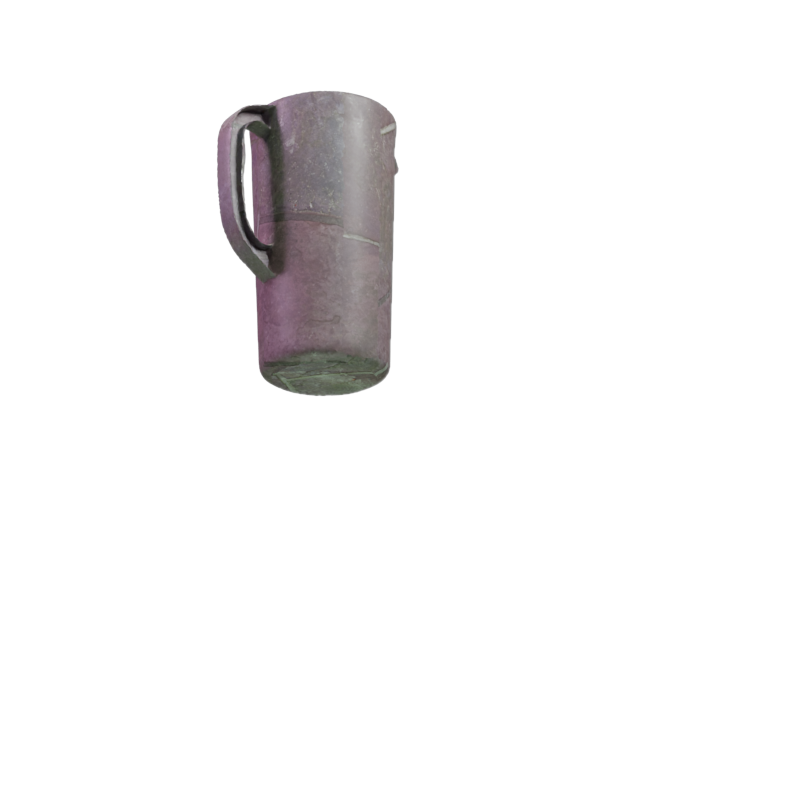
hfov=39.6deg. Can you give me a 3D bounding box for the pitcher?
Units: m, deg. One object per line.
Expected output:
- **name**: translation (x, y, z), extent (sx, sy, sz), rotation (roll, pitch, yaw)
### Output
- **pitcher**: translation (-0.074, -0.135, 0.949), extent (0.150, 0.256, 0.137), rotation (-3, -23, 4)
